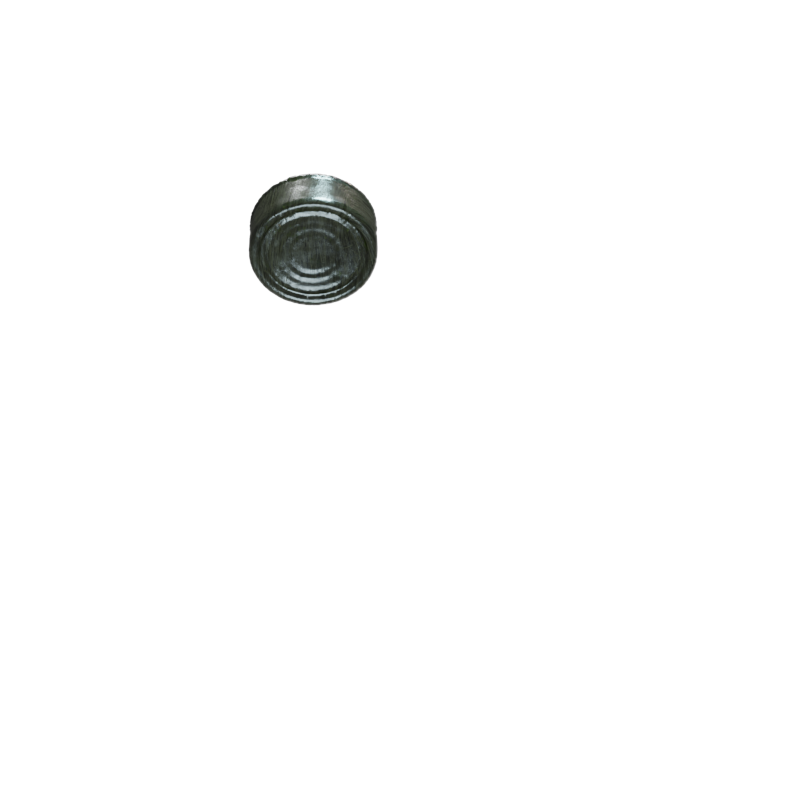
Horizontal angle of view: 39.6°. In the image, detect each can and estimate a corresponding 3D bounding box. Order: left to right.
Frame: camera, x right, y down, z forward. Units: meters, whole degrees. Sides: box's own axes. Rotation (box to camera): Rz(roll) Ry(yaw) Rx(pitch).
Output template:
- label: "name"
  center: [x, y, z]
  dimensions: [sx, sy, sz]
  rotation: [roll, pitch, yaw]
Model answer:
- label: "can"
  center: [-0.057, -0.105, 0.732]
  dimensions: [0.086, 0.080, 0.036]
  rotation: [1, 38, -1]
